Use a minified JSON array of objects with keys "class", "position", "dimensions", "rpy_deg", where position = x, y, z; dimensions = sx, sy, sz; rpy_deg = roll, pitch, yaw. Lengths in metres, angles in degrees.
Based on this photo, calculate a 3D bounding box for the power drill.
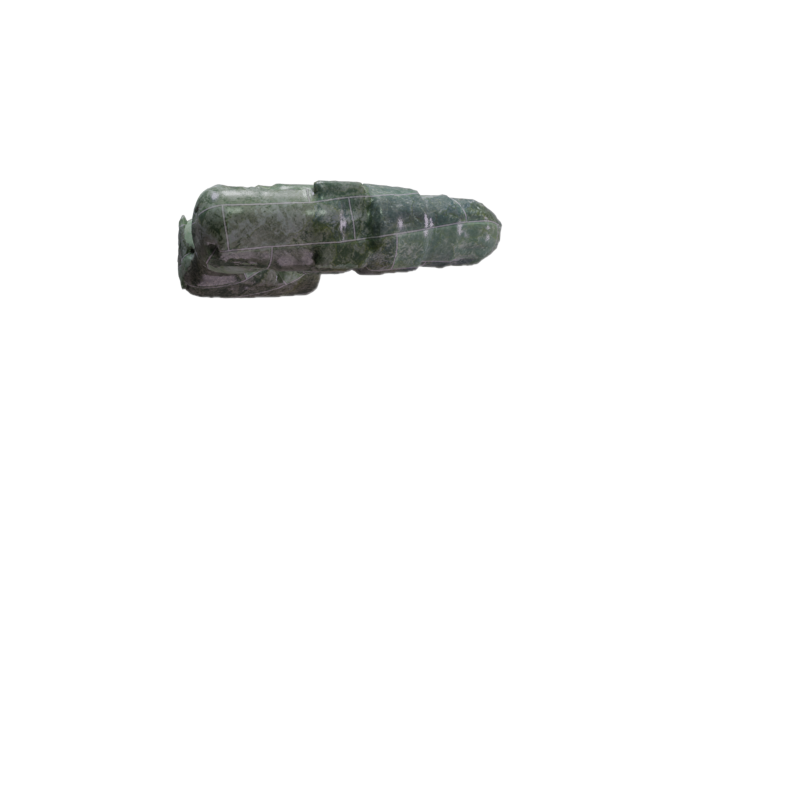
[{"class":"power drill","position":[-0.054,-0.099,0.696],"dimensions":[0.179,0.058,0.190],"rpy_deg":[1,-2,-22]}]
